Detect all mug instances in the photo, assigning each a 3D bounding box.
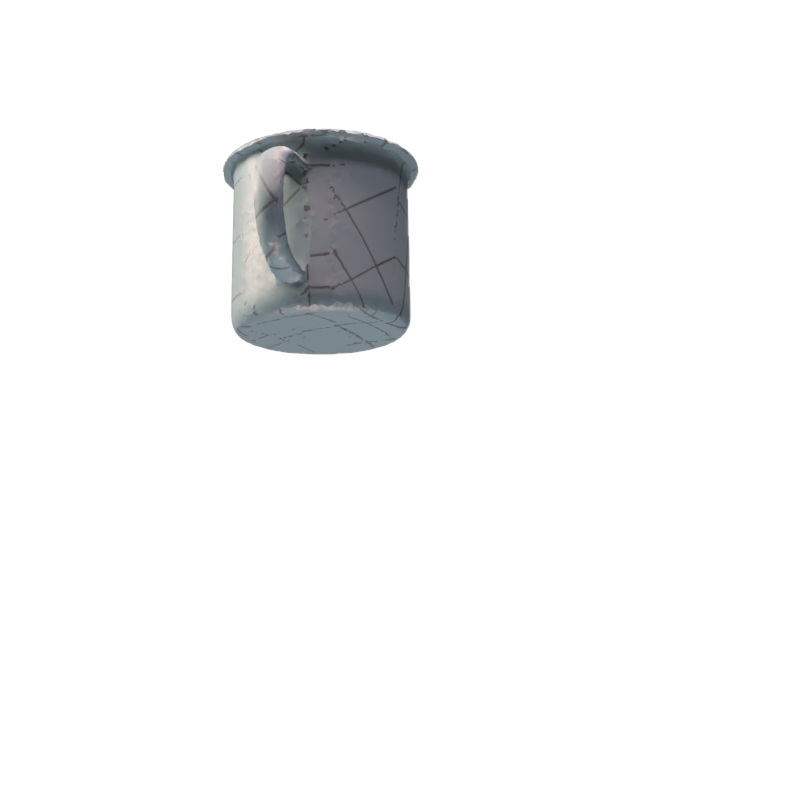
[{"bbox_3d":[-0.039,-0.072,0.504,0.095,0.085,0.111,-5,-16,13],"label":"mug"}]
